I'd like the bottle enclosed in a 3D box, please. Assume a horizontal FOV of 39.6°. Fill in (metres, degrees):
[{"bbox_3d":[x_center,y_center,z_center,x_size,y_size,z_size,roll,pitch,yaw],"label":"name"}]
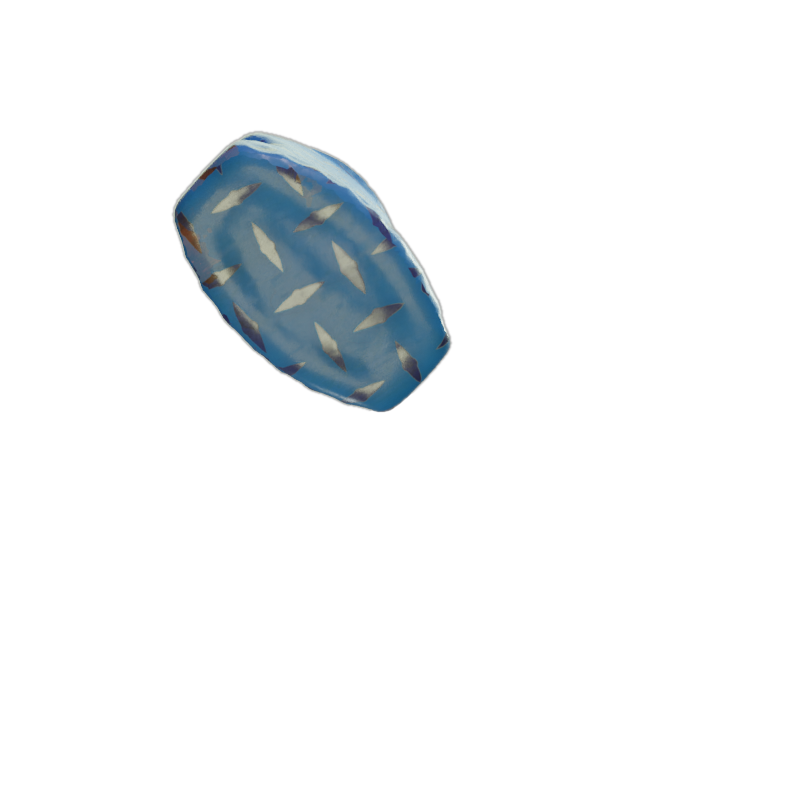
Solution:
[{"bbox_3d":[-0.033,-0.062,0.431,0.094,0.058,0.197,40,9,-12],"label":"bottle"}]
